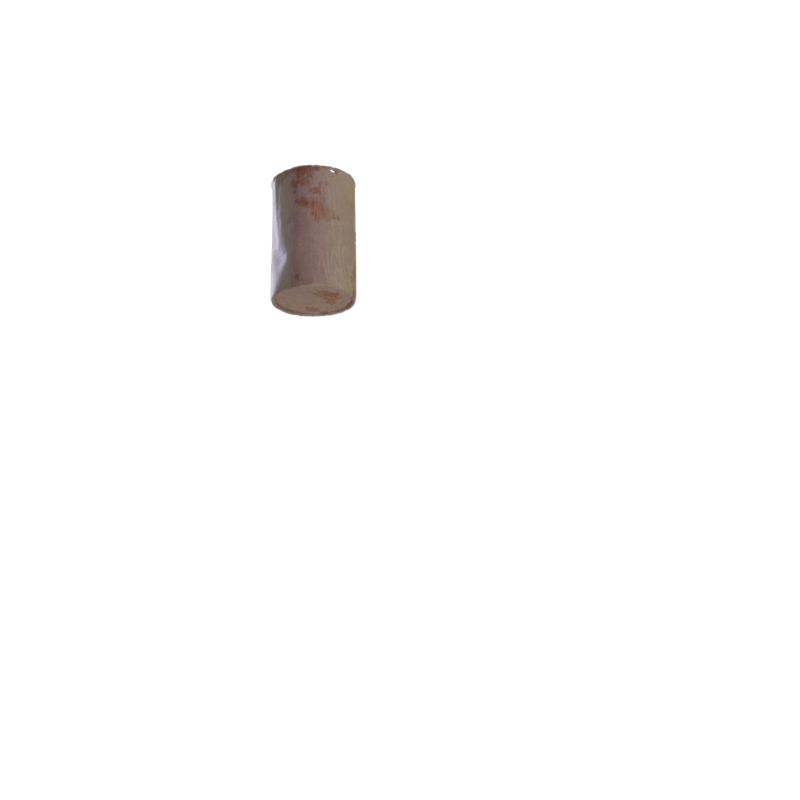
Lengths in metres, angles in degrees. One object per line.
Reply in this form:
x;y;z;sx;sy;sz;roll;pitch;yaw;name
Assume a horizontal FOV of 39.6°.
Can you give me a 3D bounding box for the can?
-0.068;-0.124;0.870;0.068;0.108;0.065;0;-22;-2;can
